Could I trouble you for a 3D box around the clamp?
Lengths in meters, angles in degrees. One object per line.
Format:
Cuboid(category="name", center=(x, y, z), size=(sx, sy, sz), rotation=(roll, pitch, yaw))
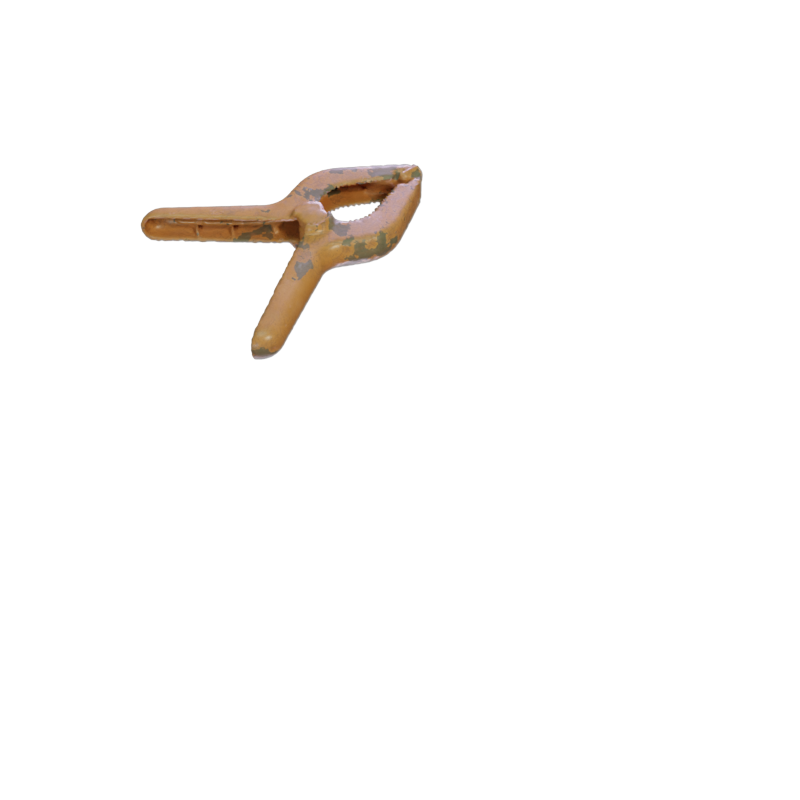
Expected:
Cuboid(category="clamp", center=(-0.063, -0.115, 0.809), size=(0.208, 0.034, 0.178), rotation=(-23, 51, -20))
